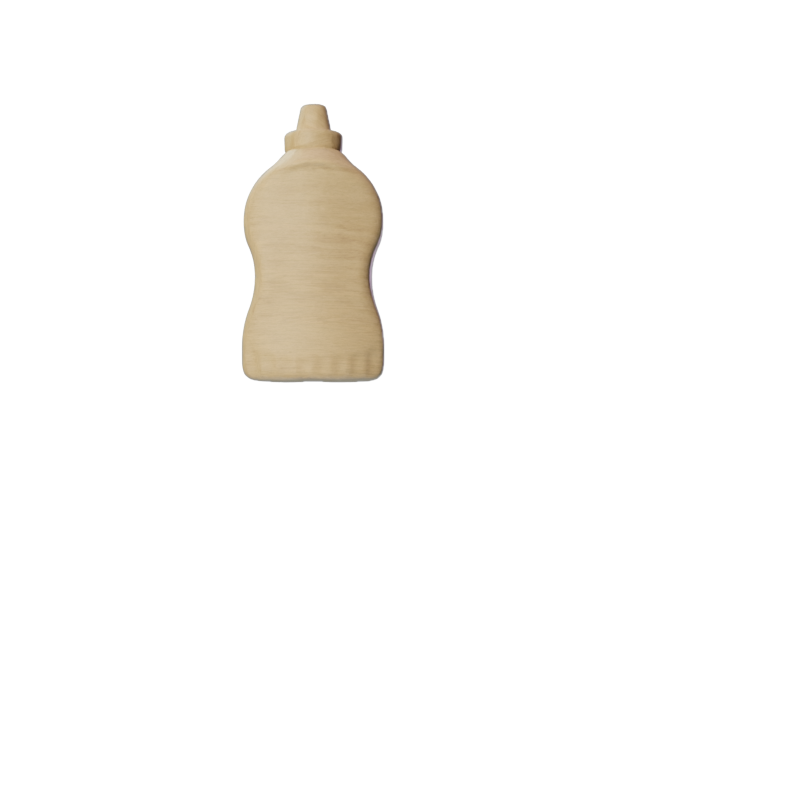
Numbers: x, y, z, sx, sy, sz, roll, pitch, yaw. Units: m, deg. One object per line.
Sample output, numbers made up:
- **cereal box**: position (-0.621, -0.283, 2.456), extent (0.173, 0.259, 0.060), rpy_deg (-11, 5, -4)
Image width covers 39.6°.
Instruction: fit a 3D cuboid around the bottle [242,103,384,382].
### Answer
- **bottle**: position (-0.060, -0.109, 0.764), extent (0.096, 0.195, 0.057), rpy_deg (-1, -7, 1)
